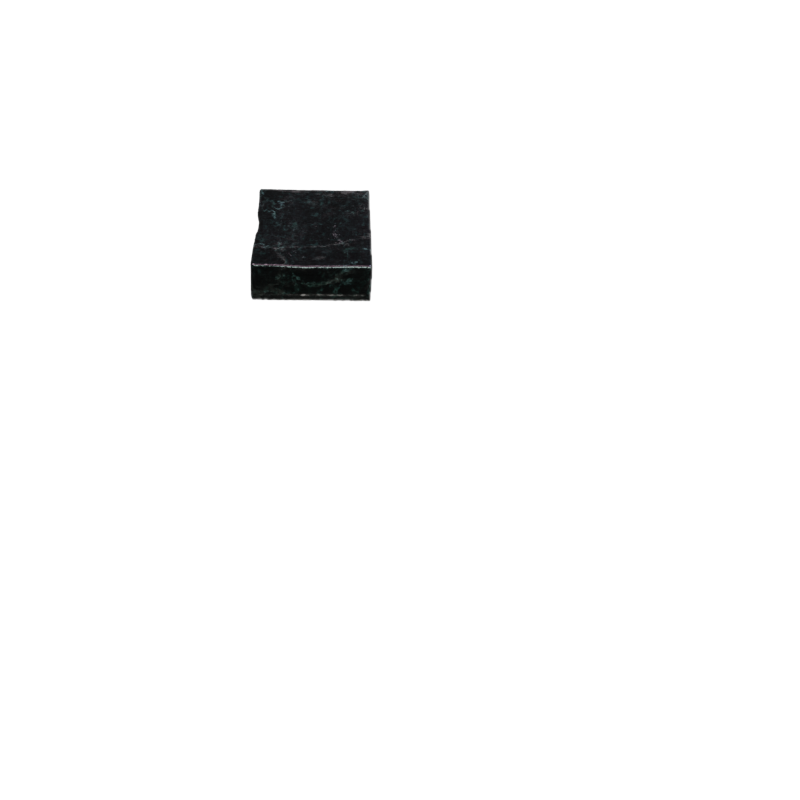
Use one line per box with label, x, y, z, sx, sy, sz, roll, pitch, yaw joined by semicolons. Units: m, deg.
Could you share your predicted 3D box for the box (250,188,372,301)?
box;-0.055;-0.100;0.699;0.073;0.028;0.095;0;40;0
